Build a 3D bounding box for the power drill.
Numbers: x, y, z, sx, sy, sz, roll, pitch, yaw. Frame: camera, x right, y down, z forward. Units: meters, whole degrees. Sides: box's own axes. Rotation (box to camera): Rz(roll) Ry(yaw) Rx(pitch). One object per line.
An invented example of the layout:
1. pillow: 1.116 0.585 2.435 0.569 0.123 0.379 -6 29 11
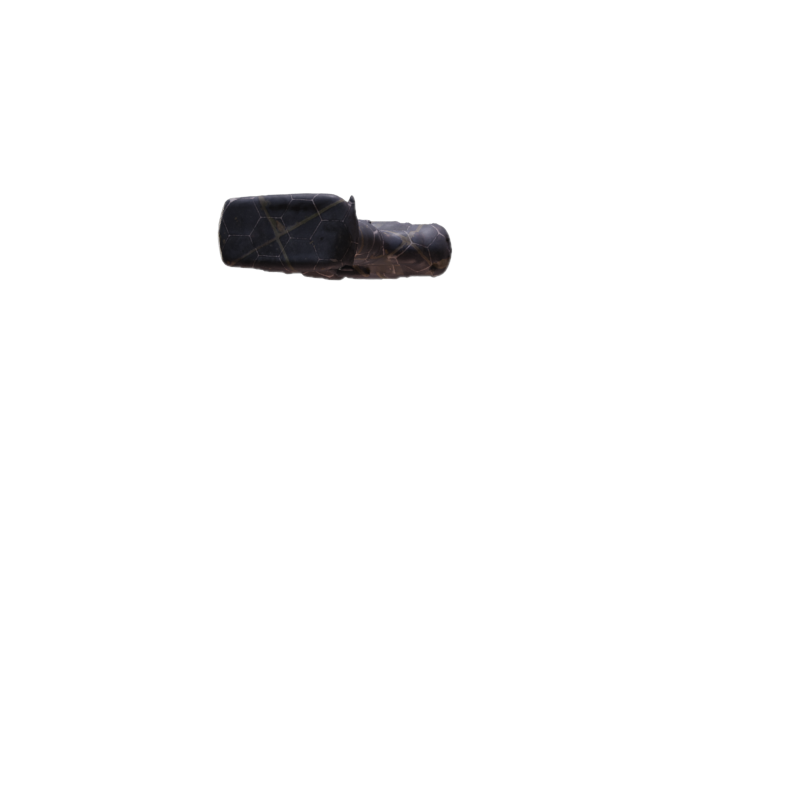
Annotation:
1. power drill: -0.070 -0.127 0.892 0.190 0.057 0.182 1 4 22
